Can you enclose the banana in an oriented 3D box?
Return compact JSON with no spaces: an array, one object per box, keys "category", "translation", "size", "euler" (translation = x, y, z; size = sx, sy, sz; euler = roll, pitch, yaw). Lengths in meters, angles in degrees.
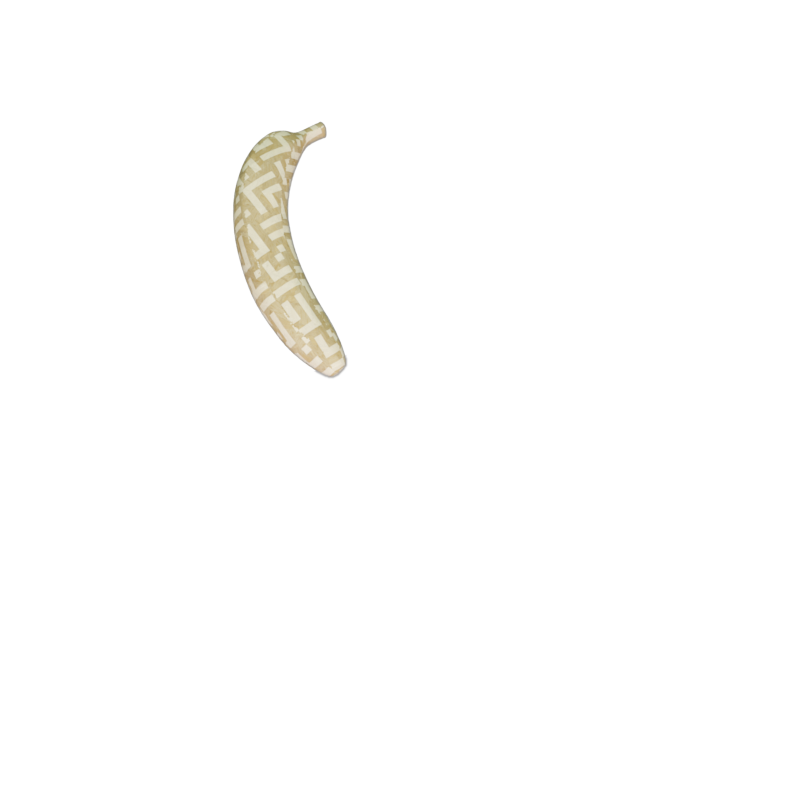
[{"category":"banana","translation":[-0.077,-0.109,0.746],"size":[0.069,0.210,0.035],"euler":[-4,-26,-3]}]
